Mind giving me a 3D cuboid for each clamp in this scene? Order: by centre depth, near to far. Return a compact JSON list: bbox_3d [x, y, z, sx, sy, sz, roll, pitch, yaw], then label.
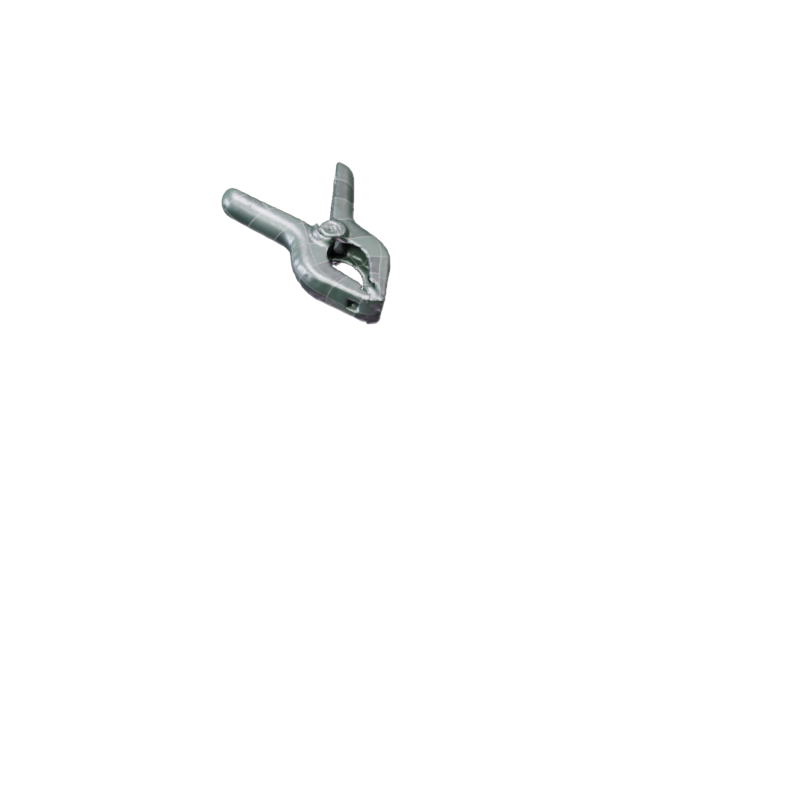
[{"bbox_3d":[-0.070,-0.128,0.895,0.119,0.036,0.186,-15,49,-14],"label":"clamp"}]
